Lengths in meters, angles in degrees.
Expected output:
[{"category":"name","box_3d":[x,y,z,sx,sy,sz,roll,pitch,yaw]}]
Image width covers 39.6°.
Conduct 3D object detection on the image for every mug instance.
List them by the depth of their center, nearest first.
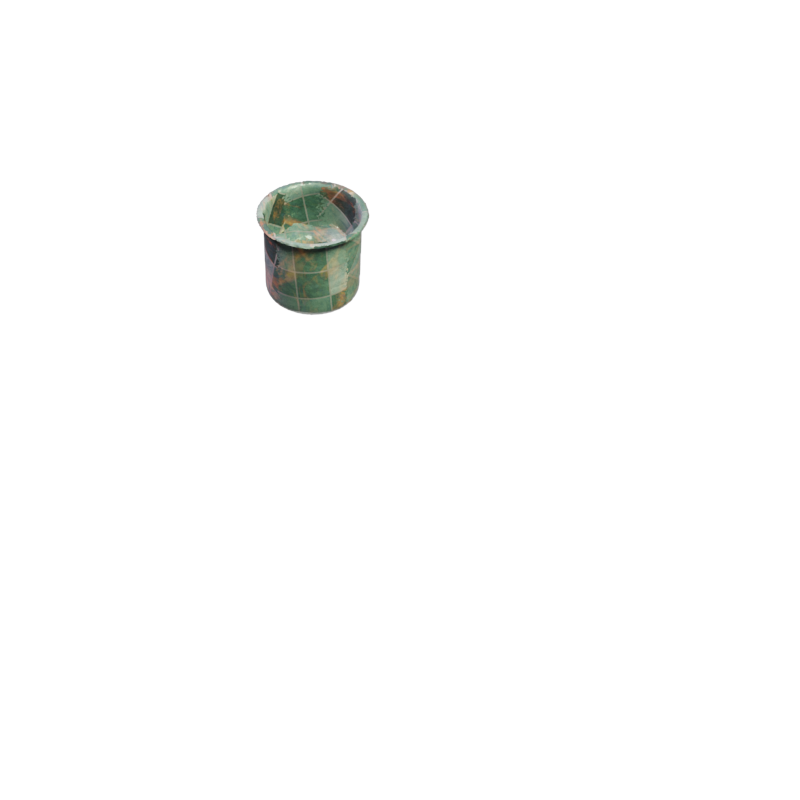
[{"category":"mug","box_3d":[-0.074,-0.136,0.950,0.093,0.076,0.125,1,42,-1]}]
